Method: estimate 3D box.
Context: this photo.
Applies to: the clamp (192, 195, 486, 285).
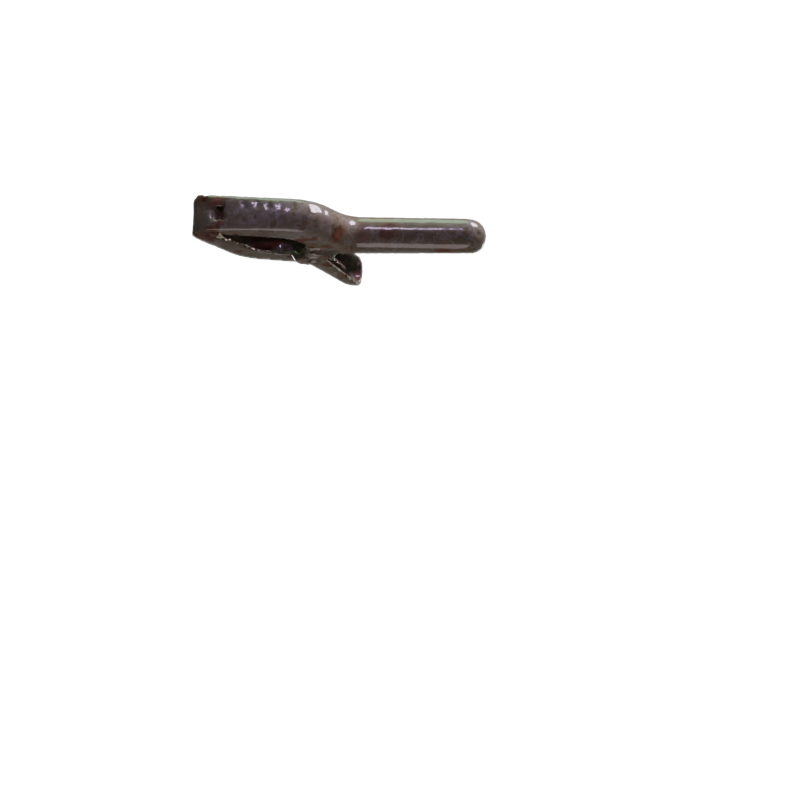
[{"bbox_3d":[-0.066,-0.120,0.837,0.202,0.037,0.166,4,-9,-29],"label":"clamp"}]
